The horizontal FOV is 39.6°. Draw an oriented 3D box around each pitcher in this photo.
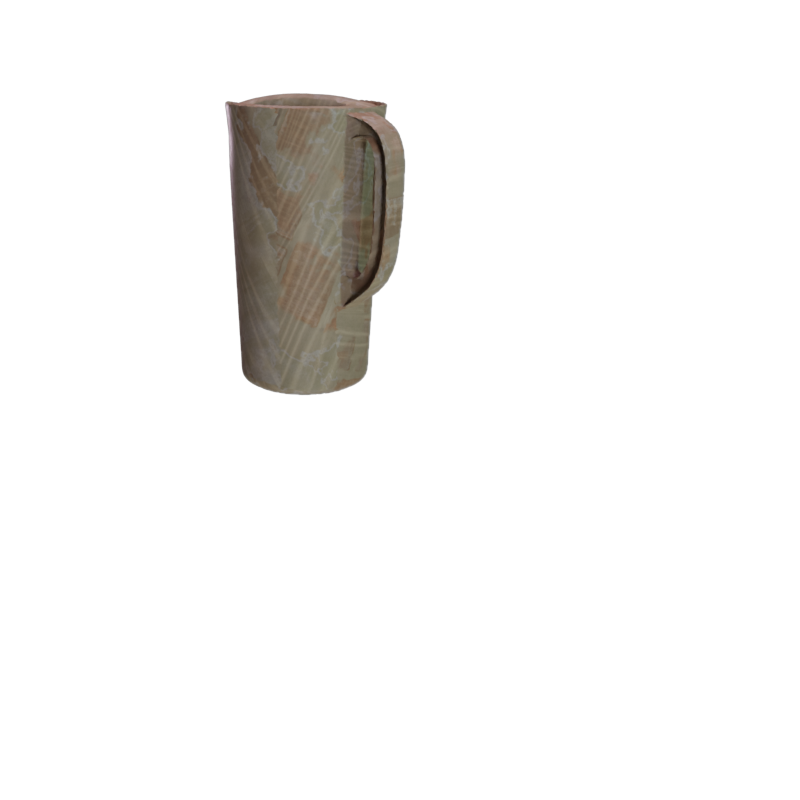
[{"bbox_3d":[-0.072,-0.131,0.920,0.145,0.237,0.153,1,13,0],"label":"pitcher"}]
